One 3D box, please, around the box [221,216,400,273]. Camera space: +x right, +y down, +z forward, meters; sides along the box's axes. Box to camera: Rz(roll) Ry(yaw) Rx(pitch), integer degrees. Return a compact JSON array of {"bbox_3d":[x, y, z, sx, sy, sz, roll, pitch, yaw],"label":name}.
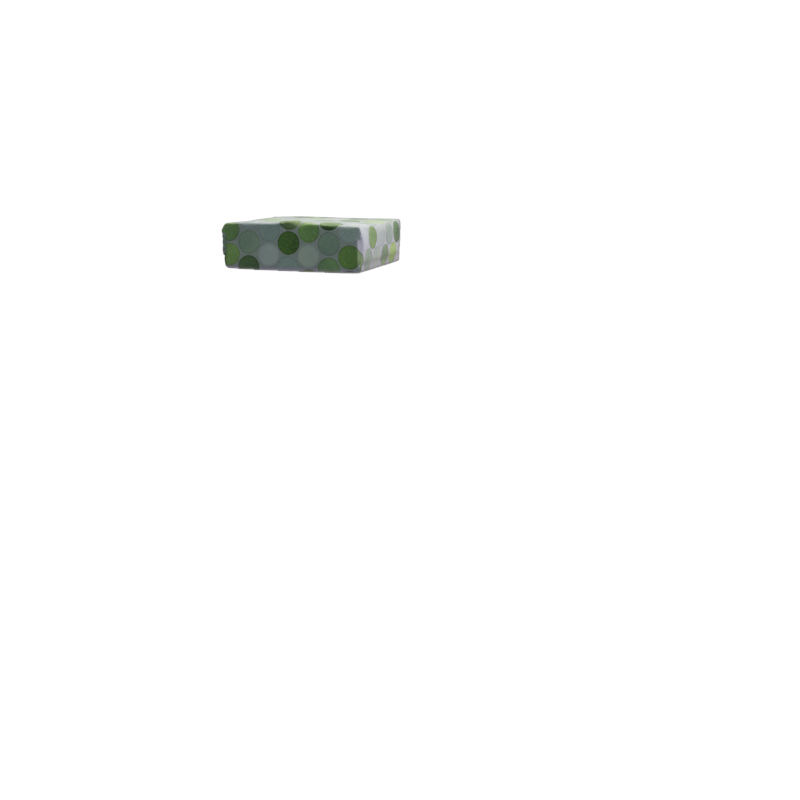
[{"bbox_3d":[-0.053,-0.096,0.673,0.092,0.030,0.072,5,12,21],"label":"box"}]
